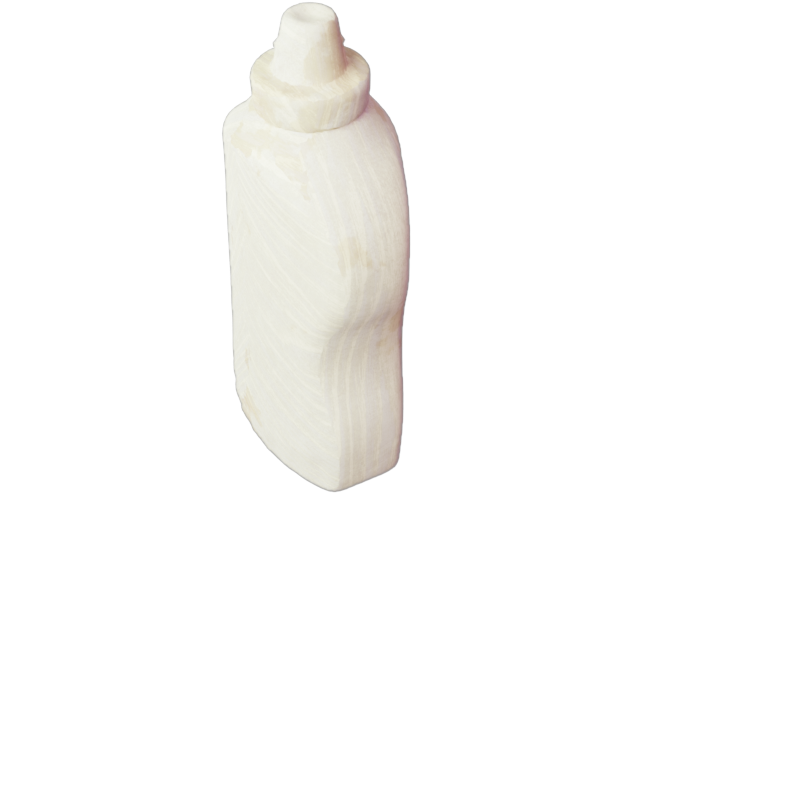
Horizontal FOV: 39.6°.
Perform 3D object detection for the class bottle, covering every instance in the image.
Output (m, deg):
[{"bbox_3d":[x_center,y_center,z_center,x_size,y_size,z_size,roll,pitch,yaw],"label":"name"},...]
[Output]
[{"bbox_3d":[-0.033,-0.060,0.420,0.058,0.179,0.104,-18,47,-22],"label":"bottle"}]
